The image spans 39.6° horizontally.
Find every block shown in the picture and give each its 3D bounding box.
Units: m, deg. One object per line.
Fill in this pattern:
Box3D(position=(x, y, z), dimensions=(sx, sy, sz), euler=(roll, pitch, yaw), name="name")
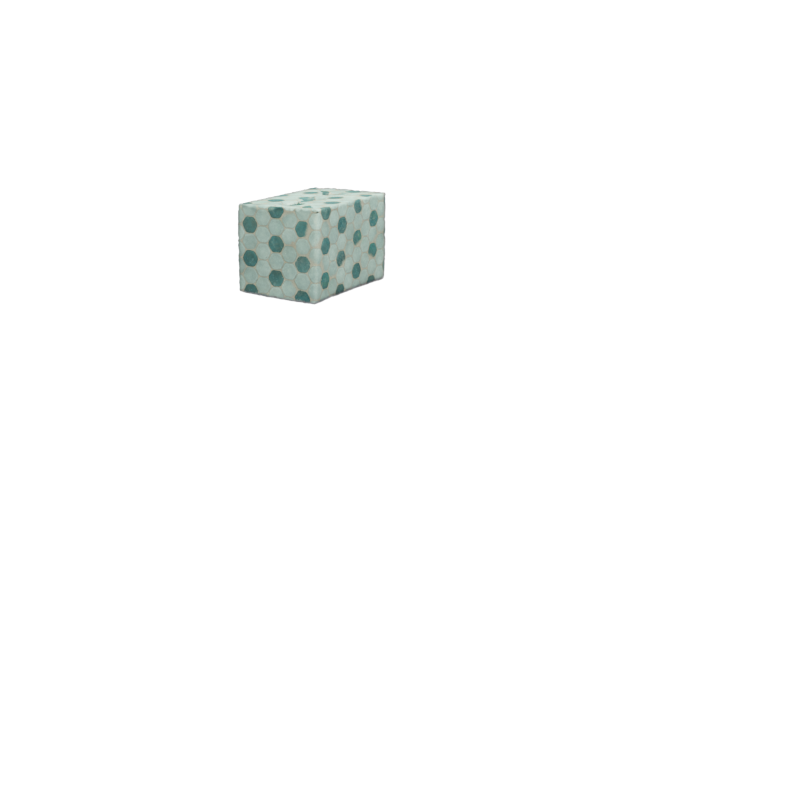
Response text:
Box3D(position=(-0.049, -0.089, 0.626), dimensions=(0.055, 0.050, 0.077), euler=(9, 18, 28), name="block")
